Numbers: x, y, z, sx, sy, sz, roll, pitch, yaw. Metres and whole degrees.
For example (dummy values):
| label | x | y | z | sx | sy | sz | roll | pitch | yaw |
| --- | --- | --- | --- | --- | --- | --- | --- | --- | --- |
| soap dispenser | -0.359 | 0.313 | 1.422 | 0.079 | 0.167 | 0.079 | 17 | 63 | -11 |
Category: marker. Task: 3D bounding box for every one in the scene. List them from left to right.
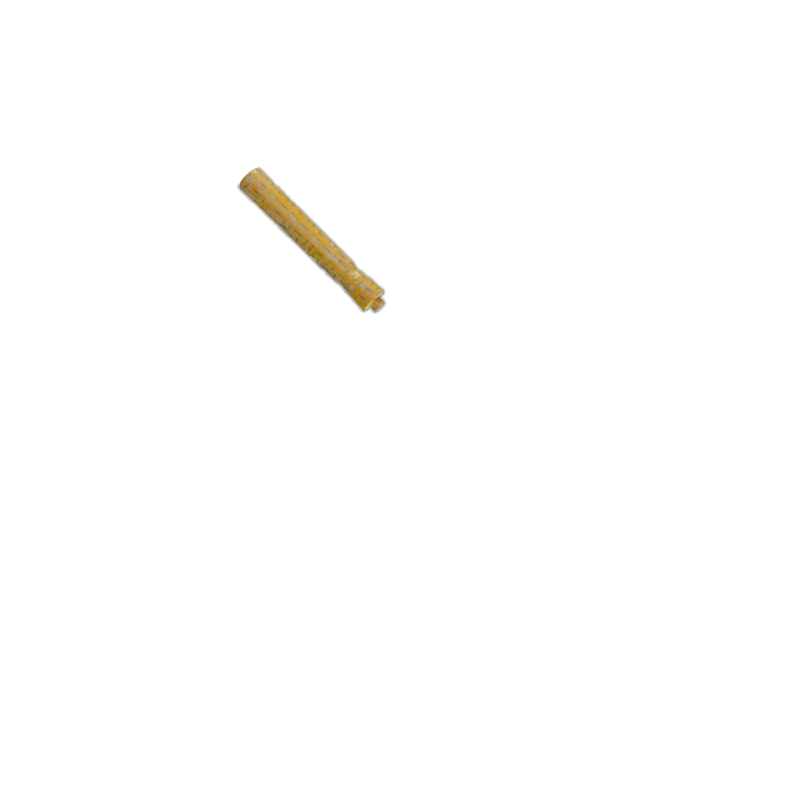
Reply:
| label | x | y | z | sx | sy | sz | roll | pitch | yaw |
| --- | --- | --- | --- | --- | --- | --- | --- | --- | --- |
| marker | -0.055 | -0.101 | 0.704 | 0.125 | 0.019 | 0.019 | 45 | 14 | 12 |
